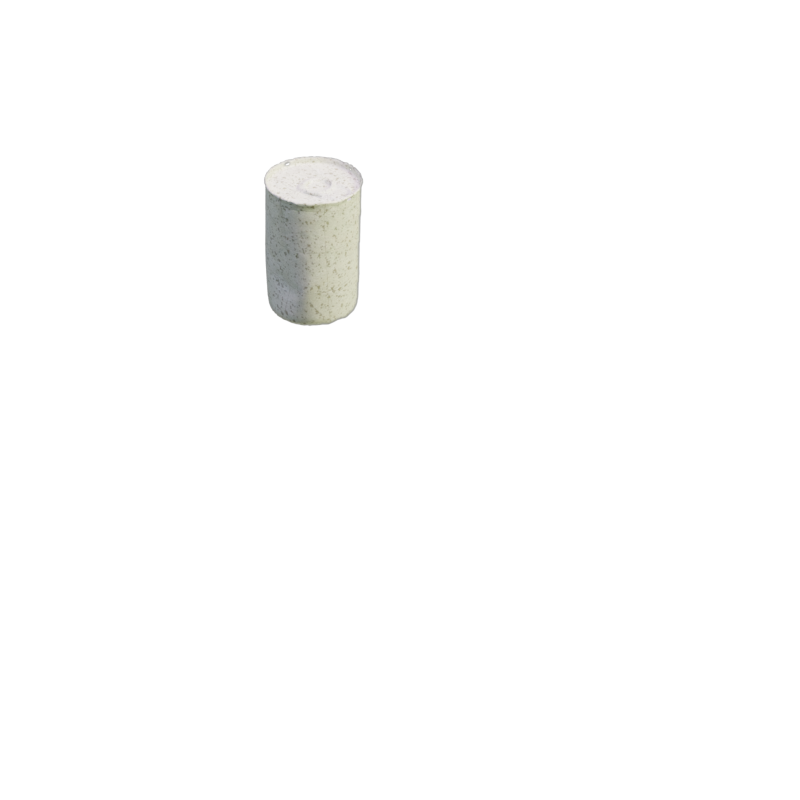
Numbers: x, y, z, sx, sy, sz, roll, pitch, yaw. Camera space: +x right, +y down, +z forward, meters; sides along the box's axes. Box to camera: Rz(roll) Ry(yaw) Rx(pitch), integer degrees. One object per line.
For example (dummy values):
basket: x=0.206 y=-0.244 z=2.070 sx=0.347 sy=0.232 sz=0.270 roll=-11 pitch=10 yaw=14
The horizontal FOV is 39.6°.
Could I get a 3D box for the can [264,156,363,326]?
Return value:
can: x=-0.061 y=-0.112 z=0.785 sx=0.068 sy=0.096 sz=0.073 roll=0 pitch=35 yaw=-3
